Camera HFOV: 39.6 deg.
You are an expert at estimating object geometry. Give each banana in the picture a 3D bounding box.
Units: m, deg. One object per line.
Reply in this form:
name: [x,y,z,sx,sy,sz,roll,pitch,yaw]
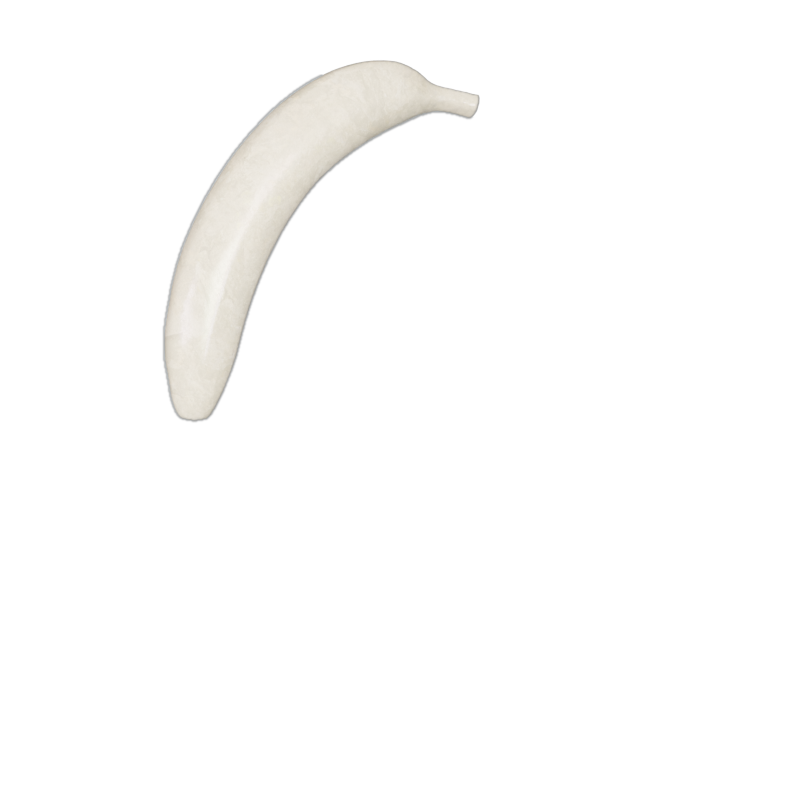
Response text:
banana: [-0.050,-0.085,0.489,0.071,0.199,0.036,40,-7,5]
